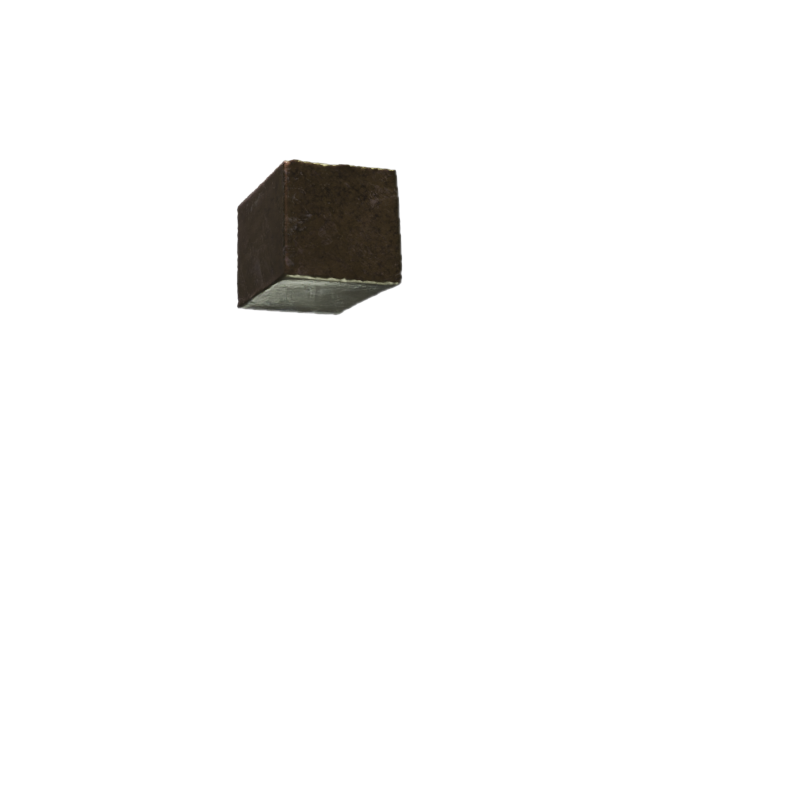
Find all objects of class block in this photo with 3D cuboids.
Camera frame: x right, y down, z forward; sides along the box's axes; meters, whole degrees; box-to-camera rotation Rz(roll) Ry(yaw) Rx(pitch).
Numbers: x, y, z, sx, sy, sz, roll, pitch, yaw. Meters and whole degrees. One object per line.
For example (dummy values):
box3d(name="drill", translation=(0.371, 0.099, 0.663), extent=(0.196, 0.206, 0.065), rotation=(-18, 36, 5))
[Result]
box3d(name="block", translation=(-0.039, -0.070, 0.492), extent=(0.051, 0.053, 0.078), rotation=(4, -9, -23))
